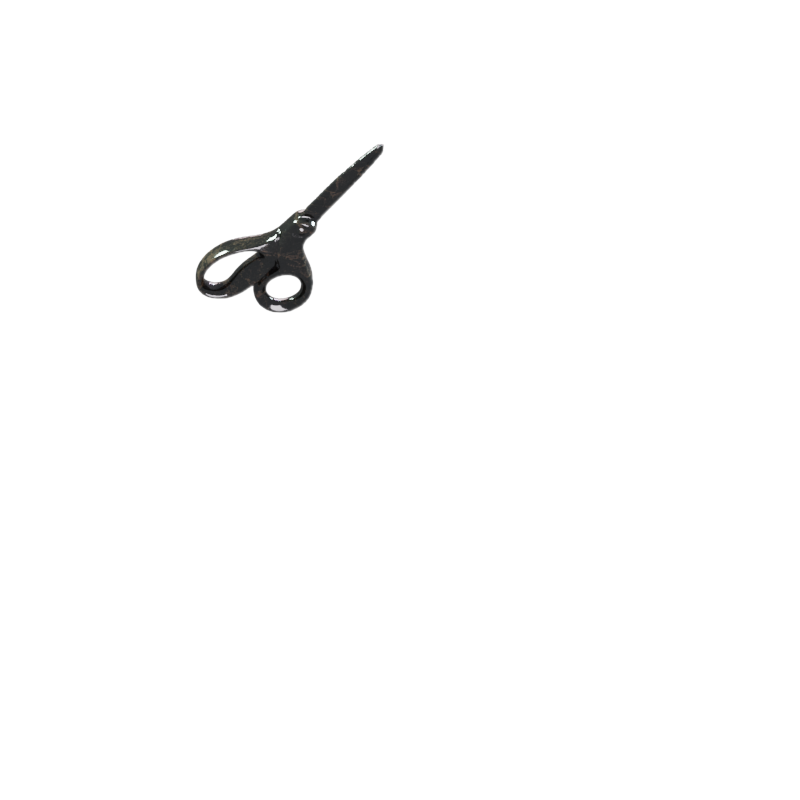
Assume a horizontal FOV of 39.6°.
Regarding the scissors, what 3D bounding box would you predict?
[{"bbox_3d":[-0.063,-0.114,0.801,0.202,0.017,0.090,-24,-40,32],"label":"scissors"}]
